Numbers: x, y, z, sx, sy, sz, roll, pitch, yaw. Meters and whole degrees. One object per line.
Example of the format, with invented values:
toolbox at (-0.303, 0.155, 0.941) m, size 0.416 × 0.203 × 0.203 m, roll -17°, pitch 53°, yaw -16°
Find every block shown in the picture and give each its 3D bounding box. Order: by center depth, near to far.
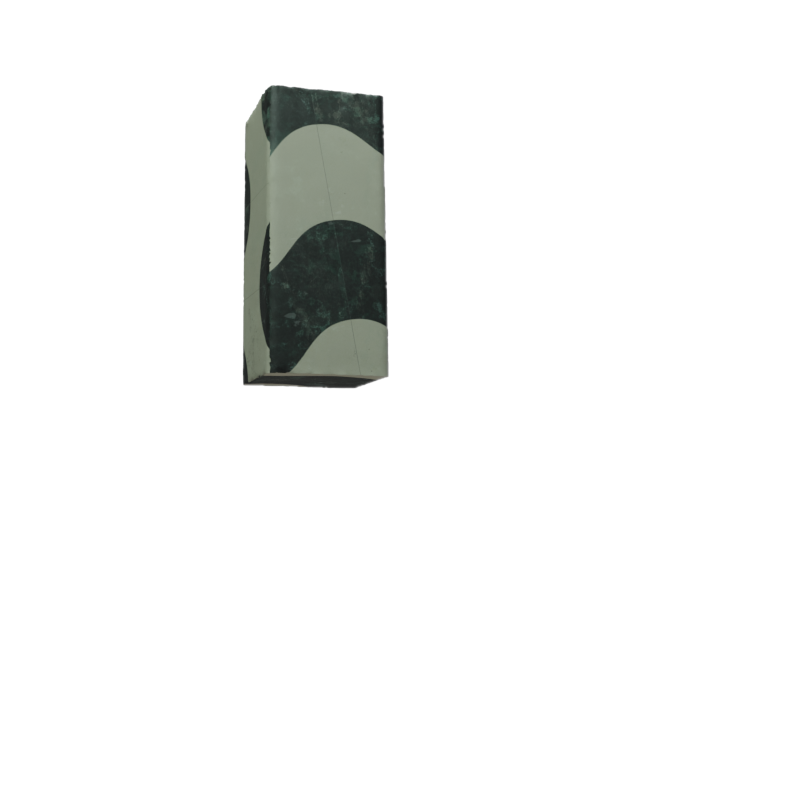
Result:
block at (-0.065, -0.117, 0.820) m, size 0.088 × 0.212 × 0.090 m, roll 3°, pitch -12°, yaw -17°
